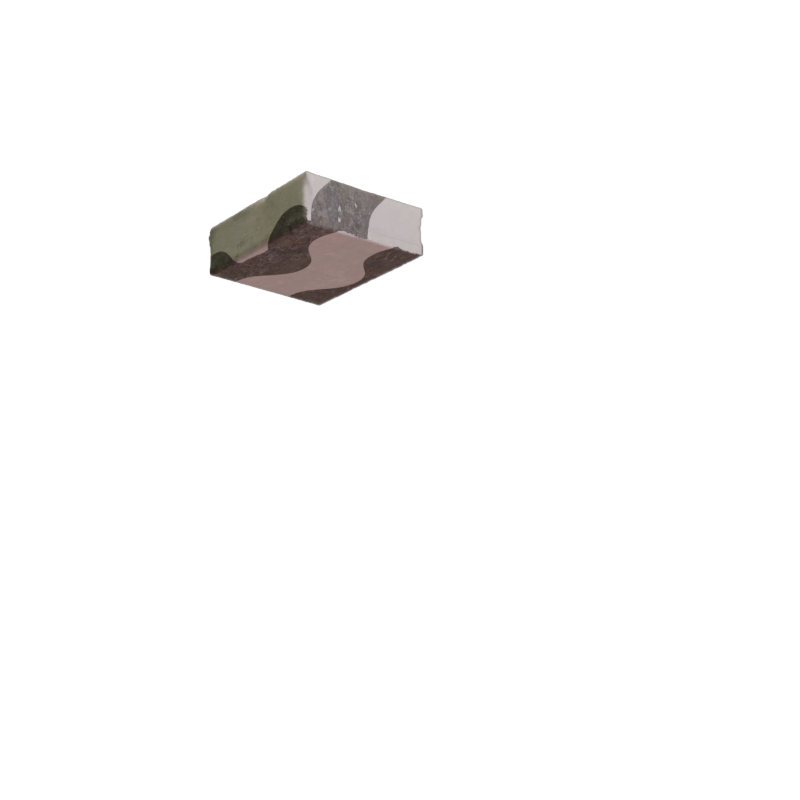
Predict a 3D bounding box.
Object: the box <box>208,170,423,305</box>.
[{"bbox_3d":[-0.044,-0.080,0.564,0.069,0.032,0.090,13,-21,-37],"label":"box"}]
